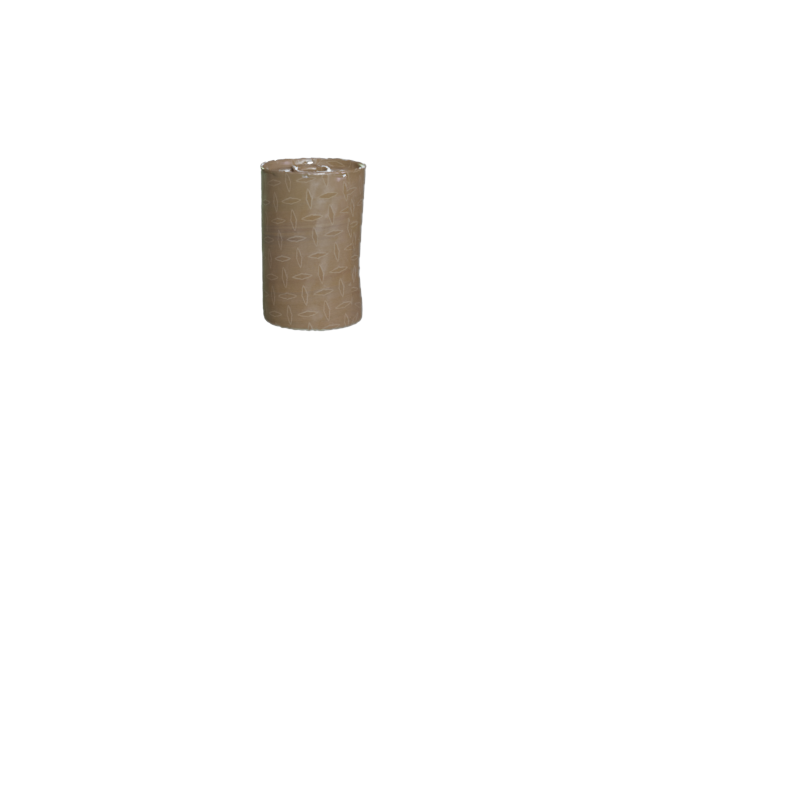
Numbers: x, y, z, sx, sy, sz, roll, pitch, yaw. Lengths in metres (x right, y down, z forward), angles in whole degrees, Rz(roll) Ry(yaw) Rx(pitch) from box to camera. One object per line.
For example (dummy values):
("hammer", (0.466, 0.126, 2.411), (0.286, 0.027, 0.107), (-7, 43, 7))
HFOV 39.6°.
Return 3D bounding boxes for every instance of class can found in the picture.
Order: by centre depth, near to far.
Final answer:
("can", (-0.056, -0.103, 0.720), (0.068, 0.099, 0.071), (0, 15, -2))
